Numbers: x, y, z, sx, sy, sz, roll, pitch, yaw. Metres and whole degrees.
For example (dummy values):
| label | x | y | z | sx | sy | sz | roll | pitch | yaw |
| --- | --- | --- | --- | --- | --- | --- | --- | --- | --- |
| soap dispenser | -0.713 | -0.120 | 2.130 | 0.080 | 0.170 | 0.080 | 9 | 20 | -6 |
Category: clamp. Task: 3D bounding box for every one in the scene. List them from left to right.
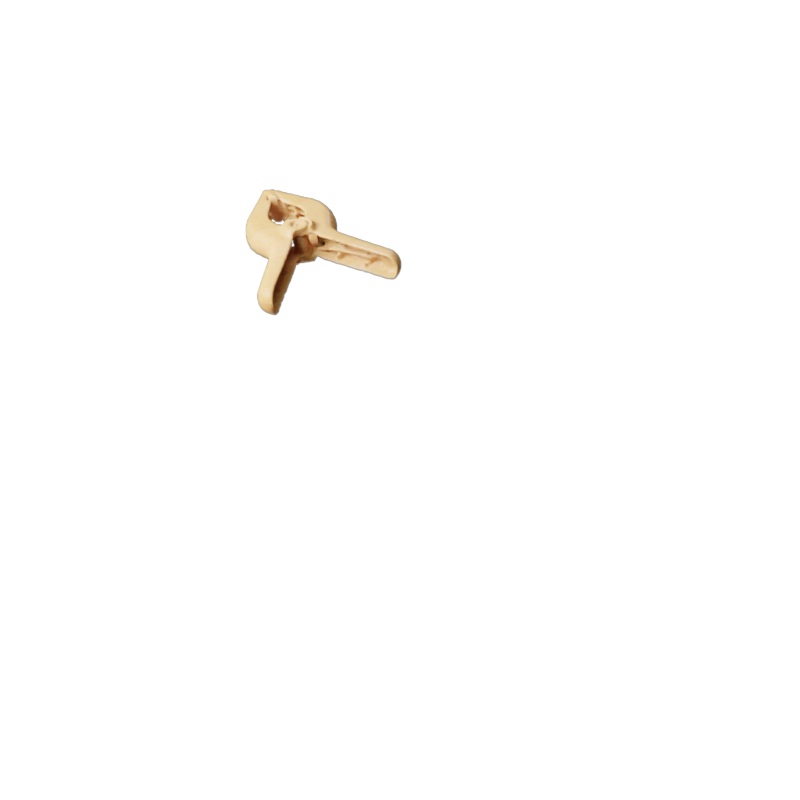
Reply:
| label | x | y | z | sx | sy | sz | roll | pitch | yaw |
| --- | --- | --- | --- | --- | --- | --- | --- | --- | --- |
| clamp | -0.073 | -0.134 | 0.939 | 0.119 | 0.037 | 0.185 | -9 | 38 | -11 |
